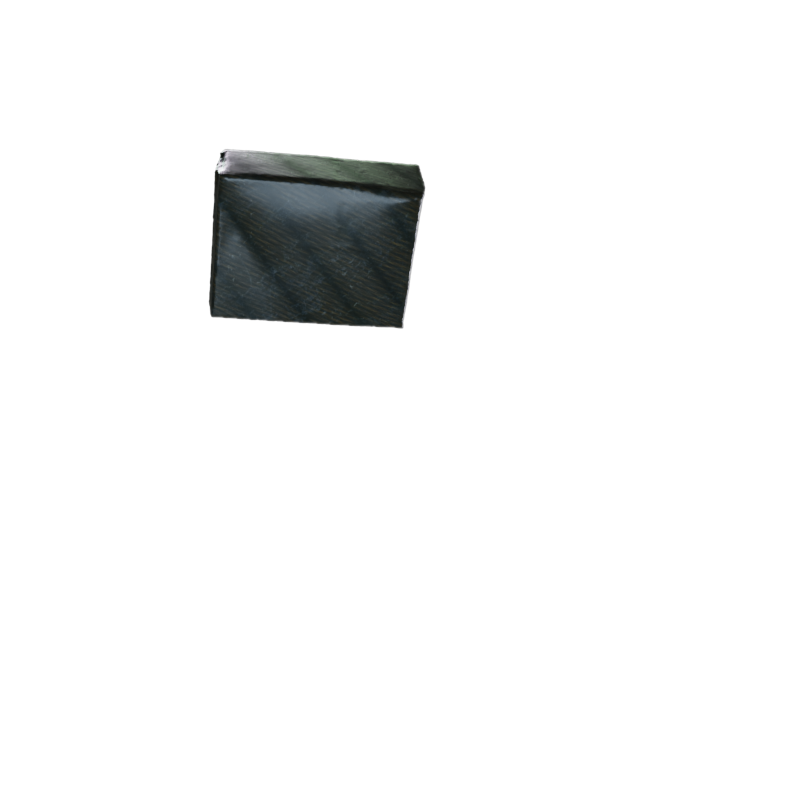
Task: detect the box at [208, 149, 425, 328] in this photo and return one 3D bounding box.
[{"bbox_3d":[-0.048,-0.088,0.616,0.113,0.085,0.041,6,31,-4],"label":"box"}]
